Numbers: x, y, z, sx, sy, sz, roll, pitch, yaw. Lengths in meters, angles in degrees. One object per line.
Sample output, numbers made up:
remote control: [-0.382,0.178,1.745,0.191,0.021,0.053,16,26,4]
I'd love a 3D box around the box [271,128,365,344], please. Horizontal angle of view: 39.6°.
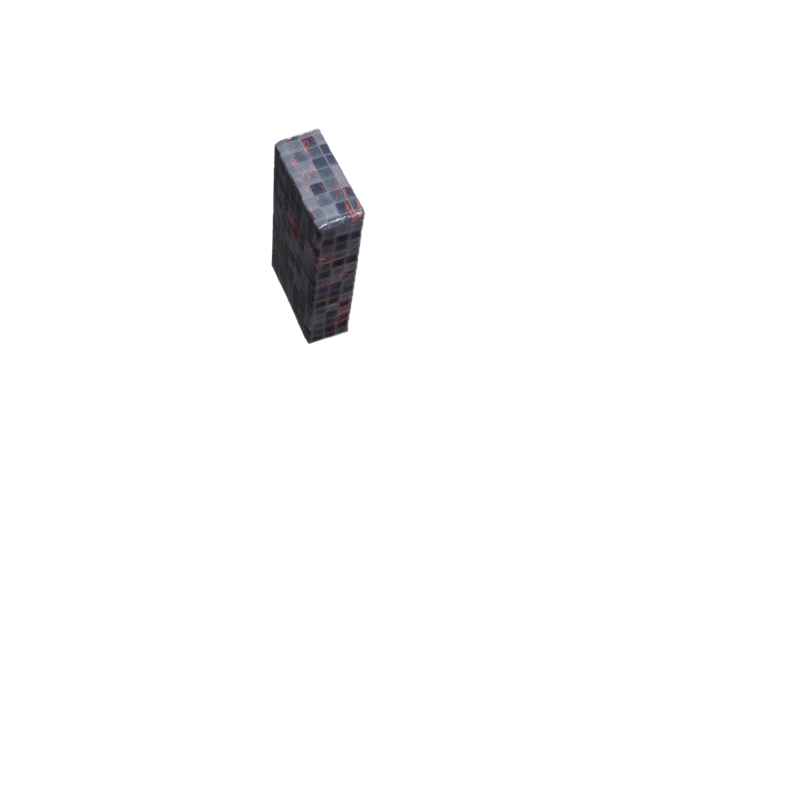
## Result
box: [-0.072,-0.130,0.912,0.048,0.100,0.166,-20,-26,-14]
